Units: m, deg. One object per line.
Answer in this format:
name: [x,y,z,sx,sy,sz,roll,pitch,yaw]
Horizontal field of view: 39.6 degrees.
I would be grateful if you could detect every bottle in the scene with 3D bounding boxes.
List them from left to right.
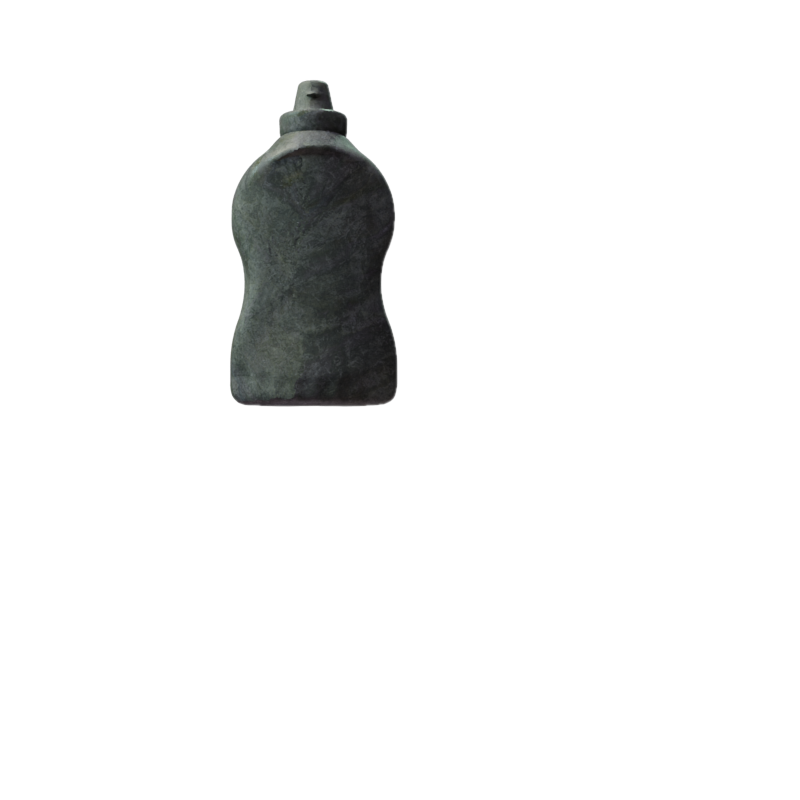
bottle: [-0.051,-0.093,0.652,0.096,0.196,0.057,0,-8,-2]
